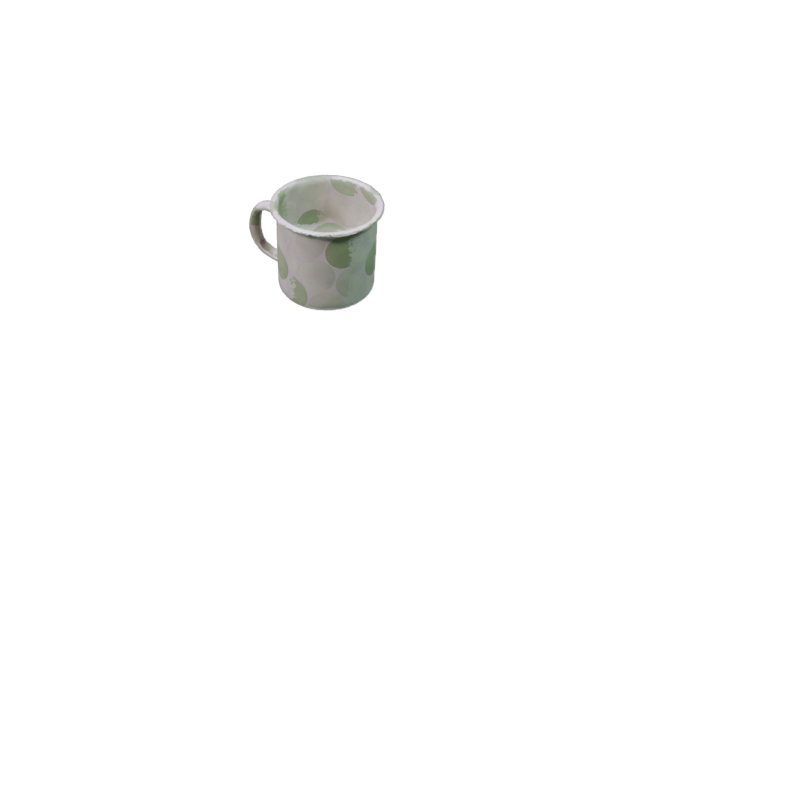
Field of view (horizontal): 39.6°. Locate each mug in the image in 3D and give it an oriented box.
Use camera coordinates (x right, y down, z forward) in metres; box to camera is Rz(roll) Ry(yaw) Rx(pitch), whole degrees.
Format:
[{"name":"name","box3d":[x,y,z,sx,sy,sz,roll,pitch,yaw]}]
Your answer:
[{"name":"mug","box3d":[-0.072,-0.131,0.919,0.121,0.076,0.097,14,40,16]}]
